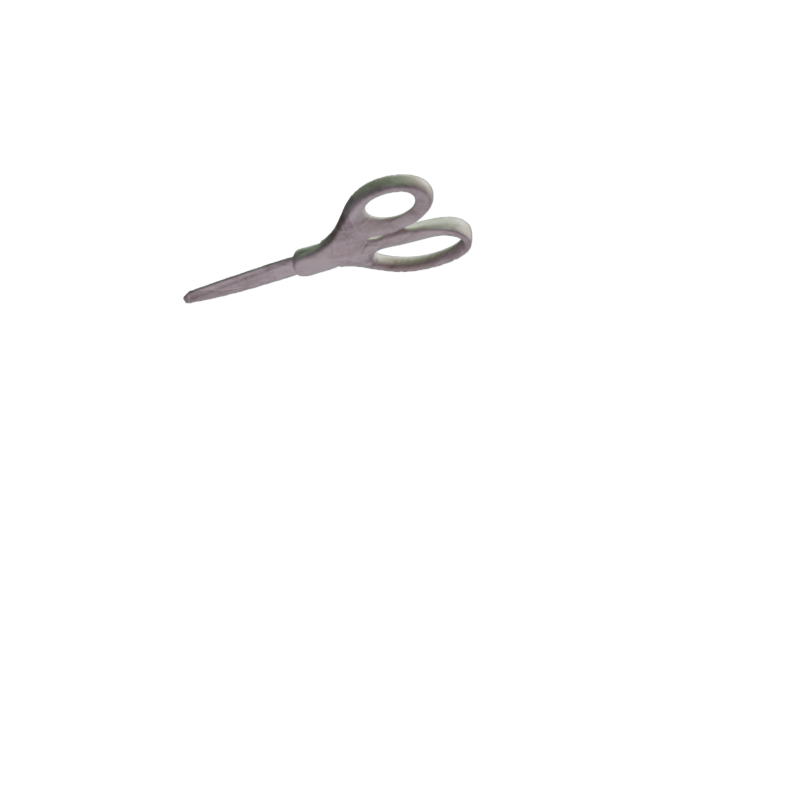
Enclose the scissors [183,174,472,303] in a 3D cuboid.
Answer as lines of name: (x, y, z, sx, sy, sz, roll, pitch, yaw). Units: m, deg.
scissors: (-0.056, -0.102, 0.714, 0.203, 0.017, 0.089, -6, -34, 9)
